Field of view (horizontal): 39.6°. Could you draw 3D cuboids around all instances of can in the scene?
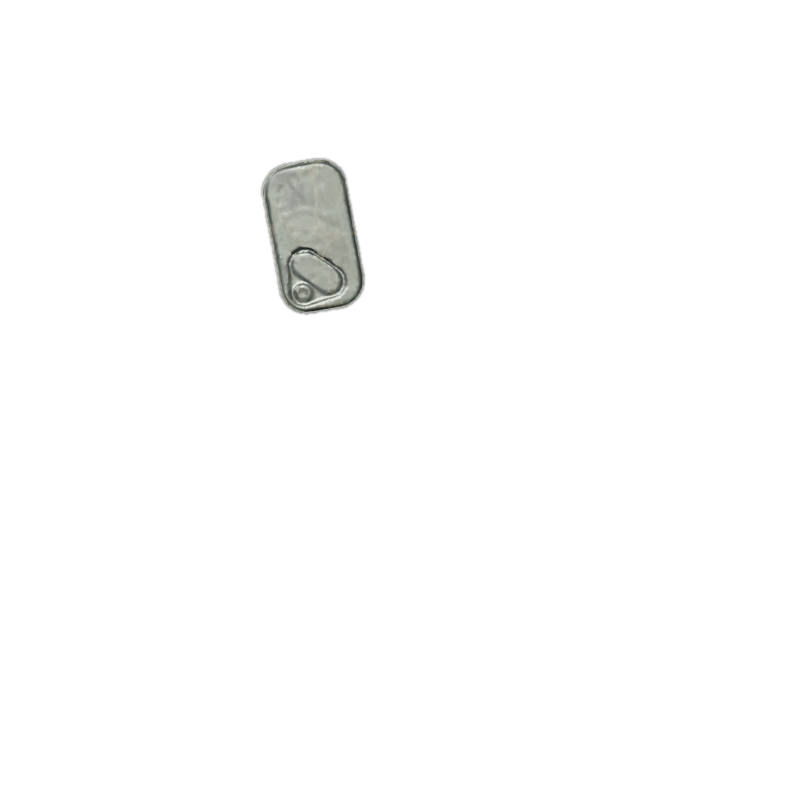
[{"bbox_3d":[-0.061,-0.111,0.782,0.057,0.103,0.083,-11,-2,-3],"label":"can"}]
